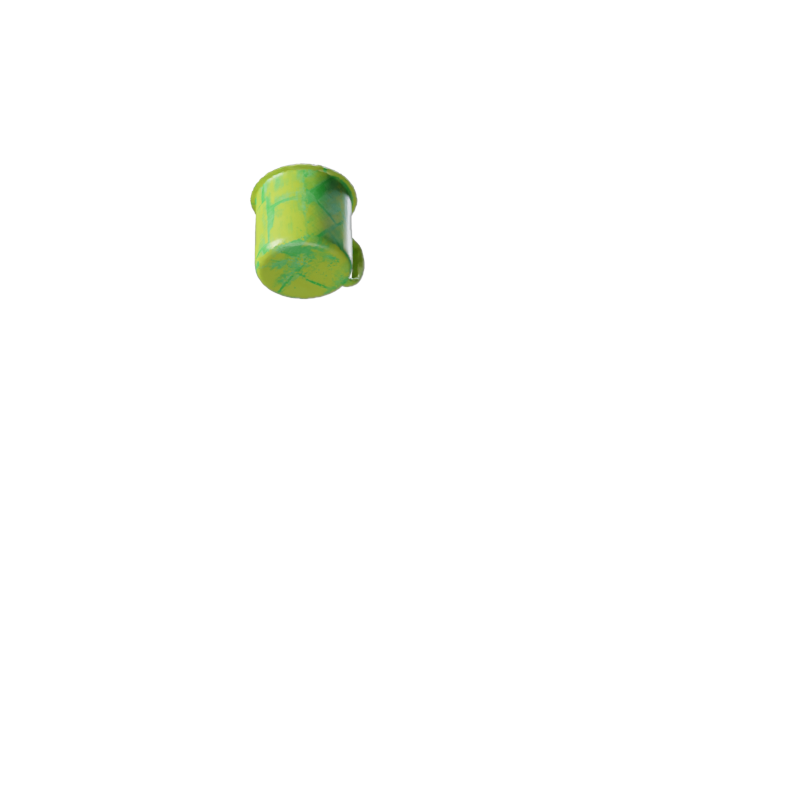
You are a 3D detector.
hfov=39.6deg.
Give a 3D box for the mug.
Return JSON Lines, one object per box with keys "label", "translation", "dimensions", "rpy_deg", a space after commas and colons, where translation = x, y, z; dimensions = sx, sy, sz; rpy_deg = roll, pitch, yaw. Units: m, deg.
{"label": "mug", "translation": [-0.074, -0.135, 0.948], "dimensions": [0.093, 0.087, 0.109], "rpy_deg": [-28, -43, 32]}
